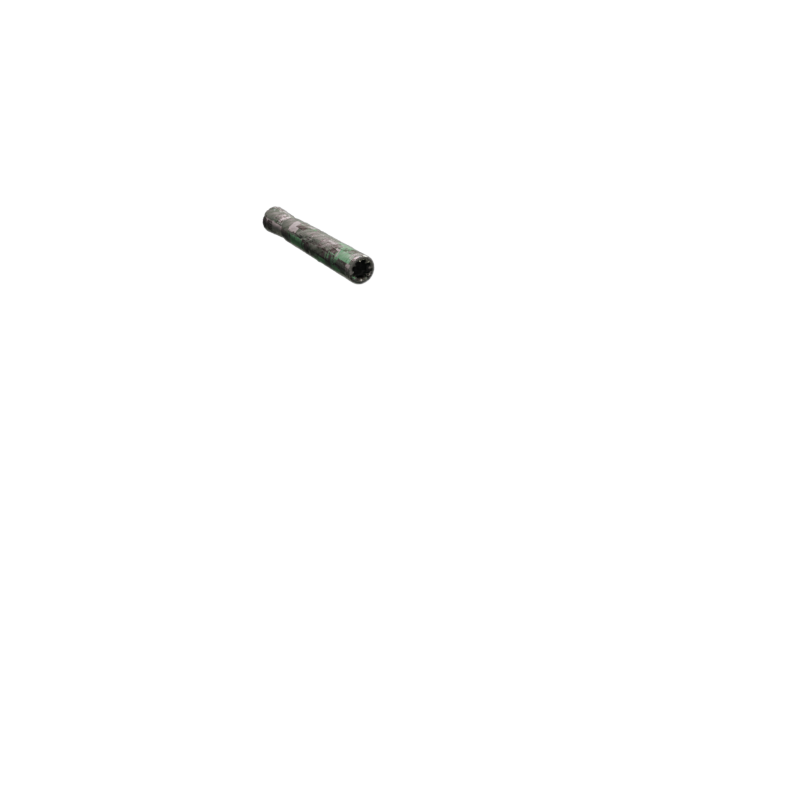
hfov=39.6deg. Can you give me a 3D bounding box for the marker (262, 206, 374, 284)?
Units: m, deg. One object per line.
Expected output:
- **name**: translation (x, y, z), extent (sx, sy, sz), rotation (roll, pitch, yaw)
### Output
- **marker**: translation (-0.056, -0.103, 0.721), extent (0.019, 0.019, 0.129), rotation (-3, 23, -33)
